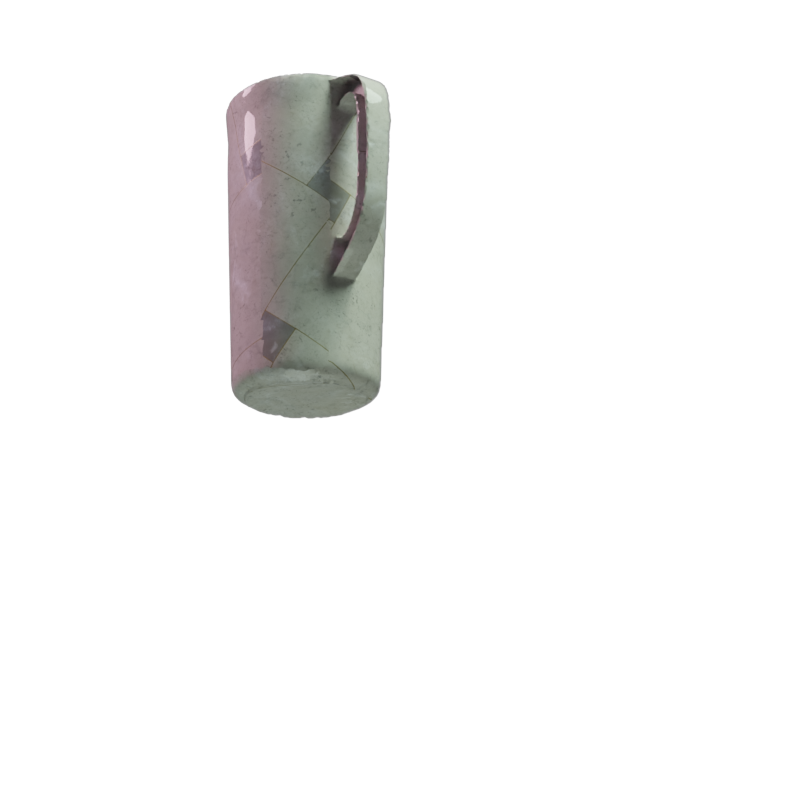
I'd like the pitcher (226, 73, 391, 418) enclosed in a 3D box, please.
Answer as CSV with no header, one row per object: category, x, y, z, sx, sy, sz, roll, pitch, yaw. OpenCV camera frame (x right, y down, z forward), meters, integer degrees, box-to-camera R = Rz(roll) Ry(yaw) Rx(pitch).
pitcher,-0.065,-0.119,0.836,0.147,0.256,0.139,-6,-24,11
